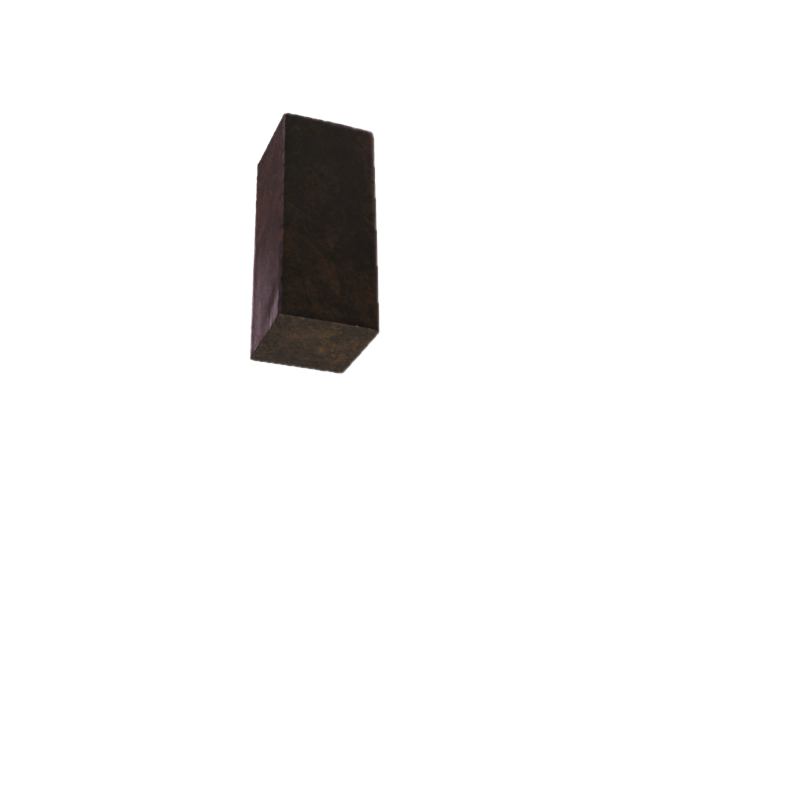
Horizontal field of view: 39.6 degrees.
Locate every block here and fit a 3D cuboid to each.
[{"bbox_3d":[-0.077,-0.141,0.987,0.087,0.219,0.088,9,-31,-20],"label":"block"}]
